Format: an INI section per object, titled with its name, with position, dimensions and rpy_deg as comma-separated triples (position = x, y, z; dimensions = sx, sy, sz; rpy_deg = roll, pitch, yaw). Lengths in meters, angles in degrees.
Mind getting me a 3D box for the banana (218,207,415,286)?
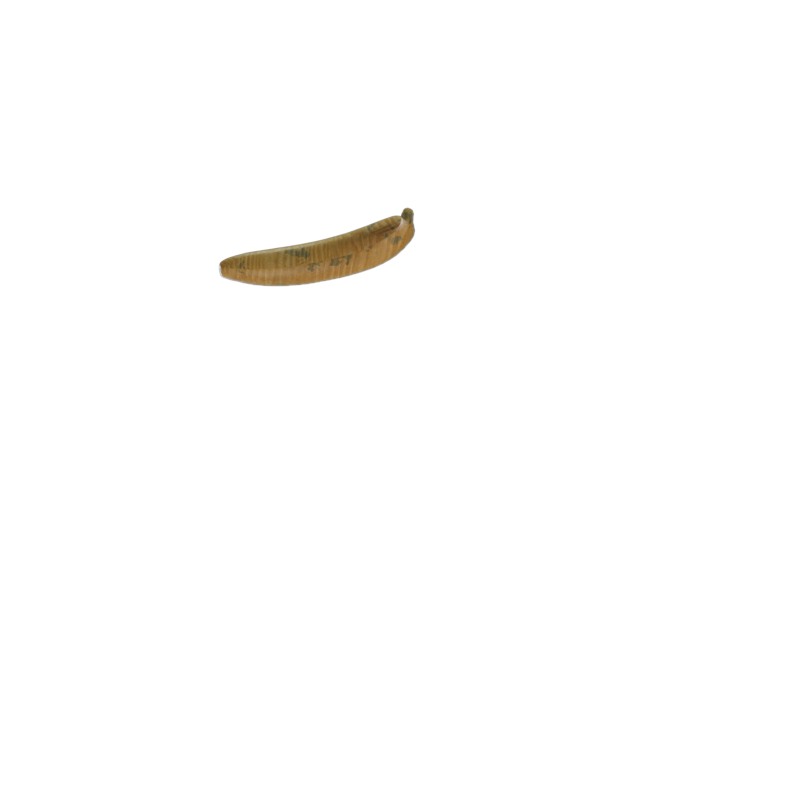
[banana]
position = -0.065, -0.134, 0.989
dimensions = 0.200, 0.039, 0.064
rpy_deg = -14, -31, 25
